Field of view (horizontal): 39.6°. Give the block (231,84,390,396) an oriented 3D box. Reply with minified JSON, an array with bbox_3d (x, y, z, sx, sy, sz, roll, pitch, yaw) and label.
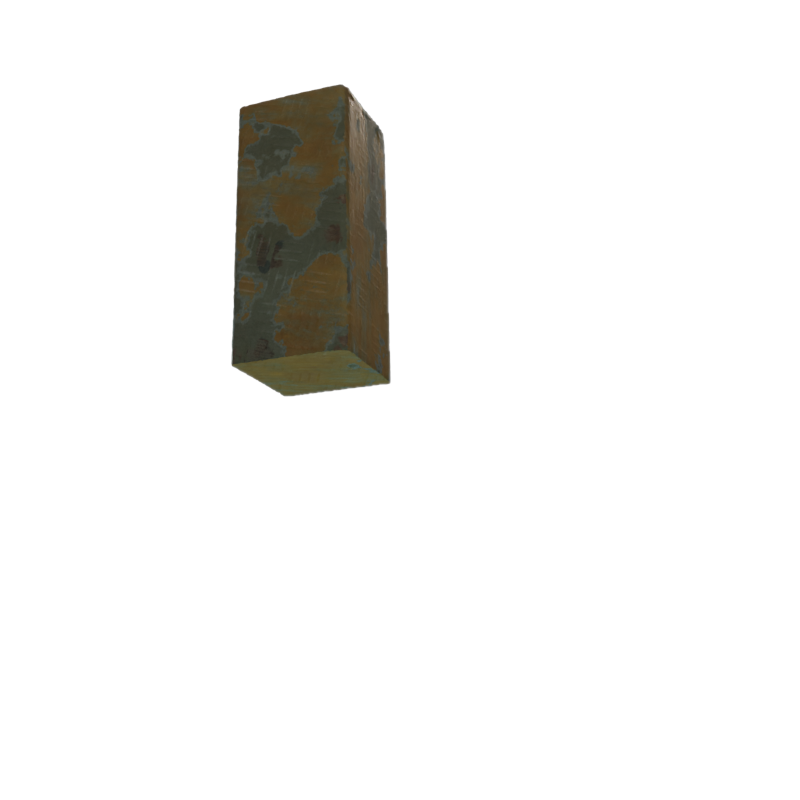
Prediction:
[{"bbox_3d":[-0.064,-0.118,0.829,0.092,0.217,0.085,-10,-23,19],"label":"block"}]
